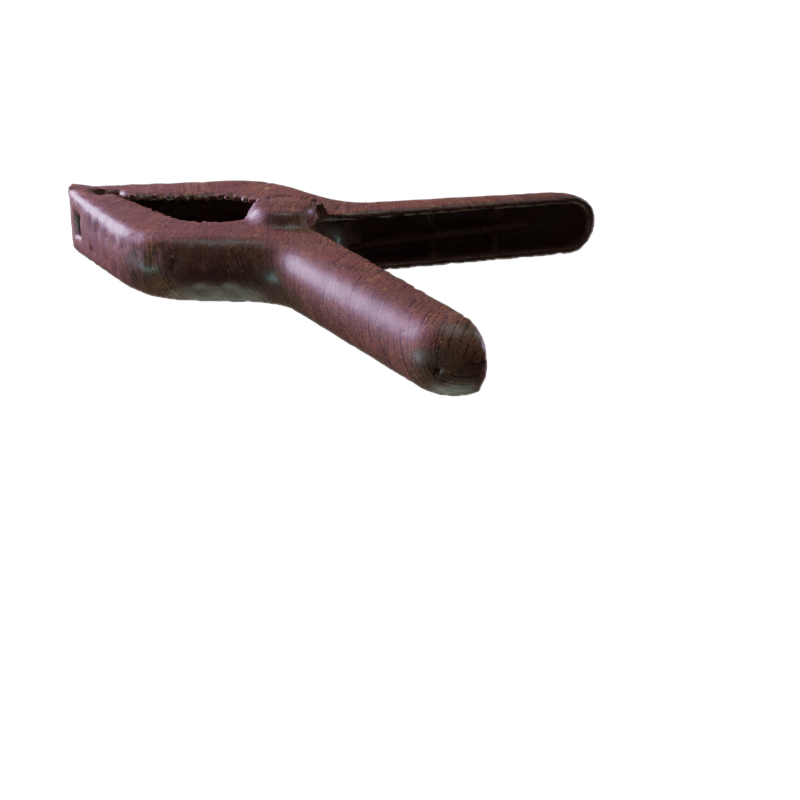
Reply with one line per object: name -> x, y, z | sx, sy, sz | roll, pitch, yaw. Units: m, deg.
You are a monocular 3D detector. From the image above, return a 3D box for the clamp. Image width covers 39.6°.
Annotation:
clamp -> -0.034, -0.062, 0.434 | 0.220, 0.035, 0.165 | 14, 28, 27
